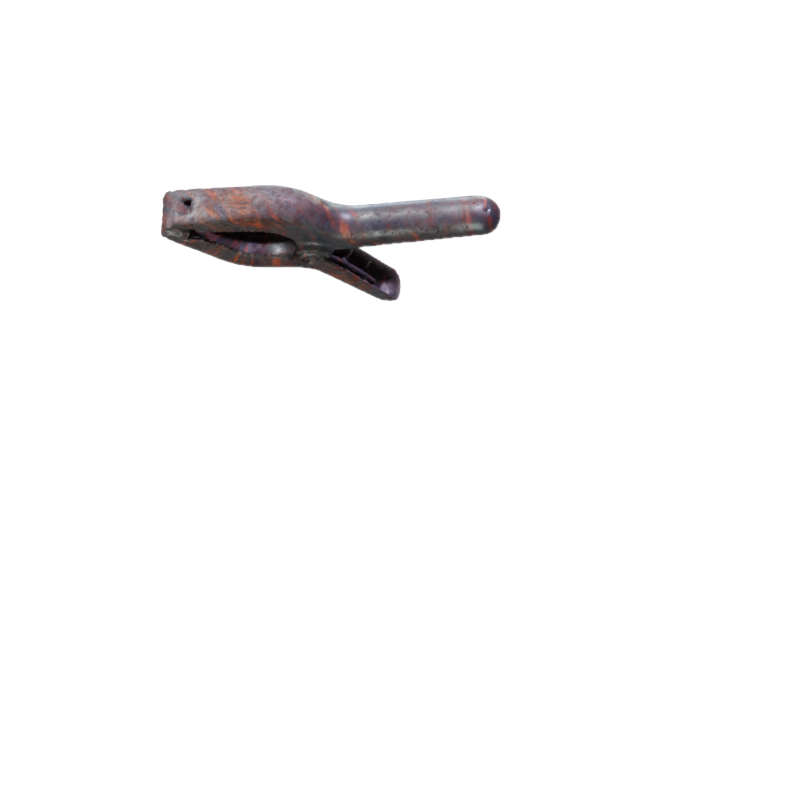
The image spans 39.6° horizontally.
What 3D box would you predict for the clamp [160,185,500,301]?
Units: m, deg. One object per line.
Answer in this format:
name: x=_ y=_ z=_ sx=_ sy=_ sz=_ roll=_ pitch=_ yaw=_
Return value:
clamp: x=-0.059 y=-0.108 z=0.753 sx=0.206 sy=0.038 sz=0.161 roll=4 pitch=-16 yaw=-15
